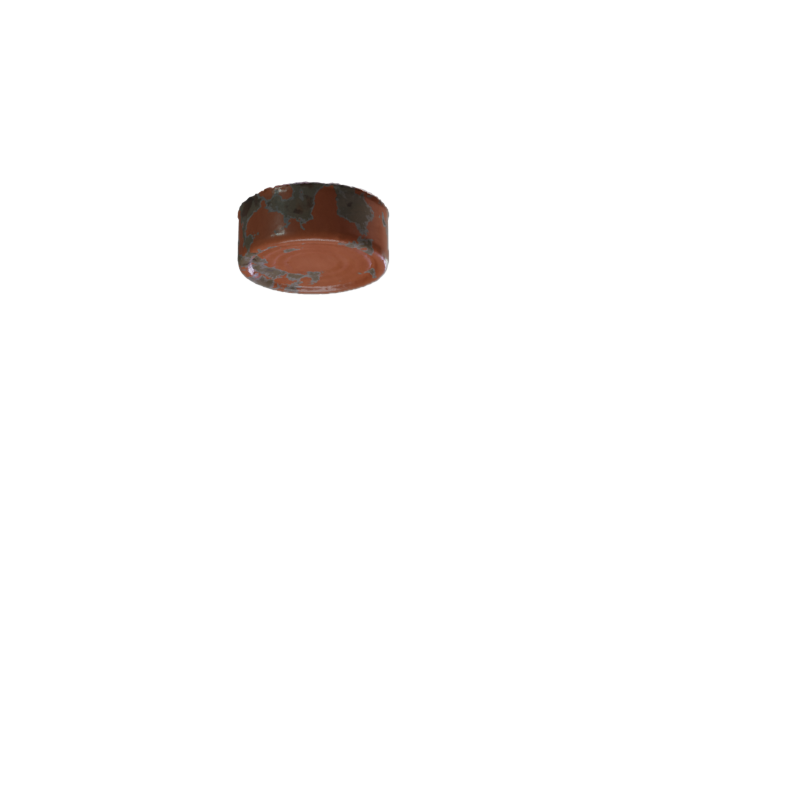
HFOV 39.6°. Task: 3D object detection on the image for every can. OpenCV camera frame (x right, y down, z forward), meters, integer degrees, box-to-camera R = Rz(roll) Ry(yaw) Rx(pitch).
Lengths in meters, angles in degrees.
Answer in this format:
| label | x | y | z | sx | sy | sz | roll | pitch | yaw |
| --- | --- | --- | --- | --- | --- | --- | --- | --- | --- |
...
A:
| label | x | y | z | sx | sy | sz | roll | pitch | yaw |
| --- | --- | --- | --- | --- | --- | --- | --- | --- | --- |
| can | -0.049 | -0.089 | 0.622 | 0.086 | 0.035 | 0.082 | 0 | -17 | -2 |
